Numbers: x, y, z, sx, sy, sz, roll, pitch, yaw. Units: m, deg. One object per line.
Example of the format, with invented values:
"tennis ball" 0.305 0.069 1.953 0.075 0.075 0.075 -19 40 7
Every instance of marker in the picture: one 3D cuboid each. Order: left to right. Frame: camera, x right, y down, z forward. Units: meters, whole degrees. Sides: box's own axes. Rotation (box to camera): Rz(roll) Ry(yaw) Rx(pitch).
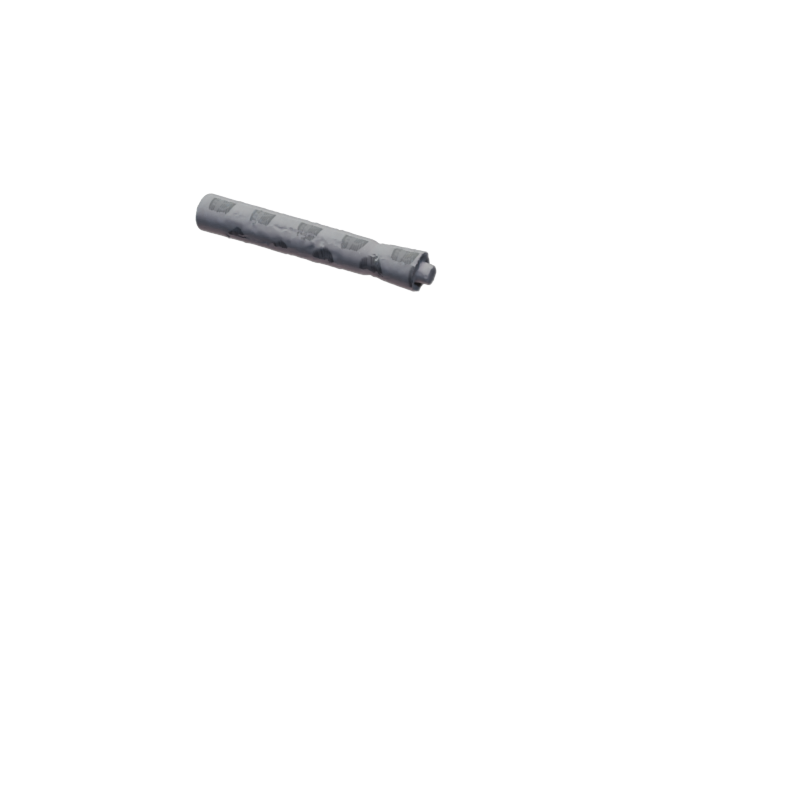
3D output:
"marker" -0.040 -0.074 0.516 0.126 0.019 0.019 19 11 24
